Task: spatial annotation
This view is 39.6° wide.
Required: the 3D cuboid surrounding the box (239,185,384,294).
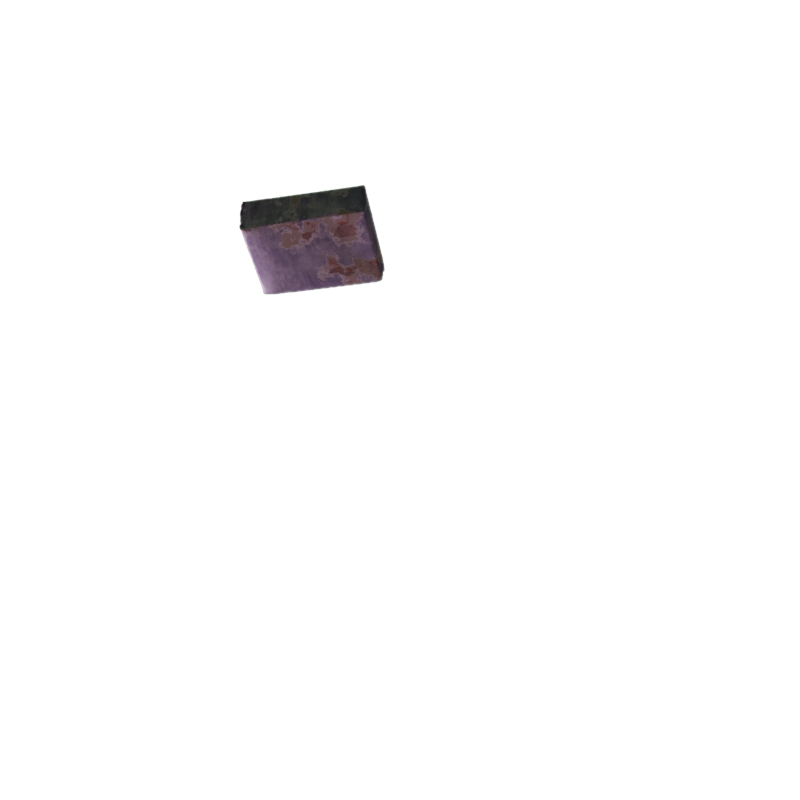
[{"bbox_3d":[-0.077,-0.140,0.979,0.114,0.042,0.083,-7,-42,8],"label":"box"}]
